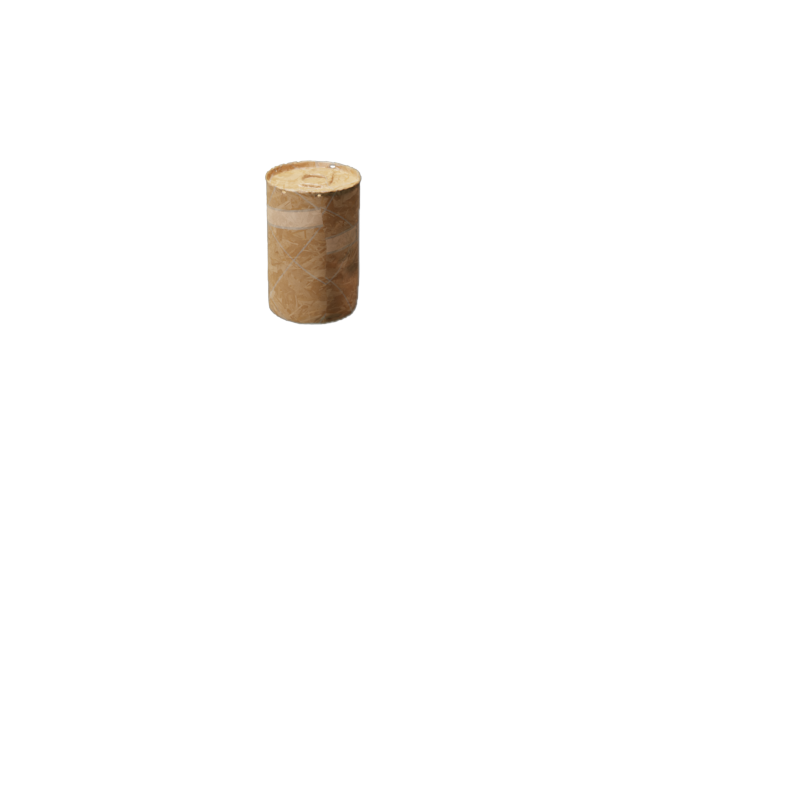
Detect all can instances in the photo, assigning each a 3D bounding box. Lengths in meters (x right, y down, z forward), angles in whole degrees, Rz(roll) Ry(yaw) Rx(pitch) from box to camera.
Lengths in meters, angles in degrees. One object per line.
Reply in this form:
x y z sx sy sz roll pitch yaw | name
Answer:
-0.063 -0.114 0.799 0.068 0.097 0.072 0 26 -2 | can
